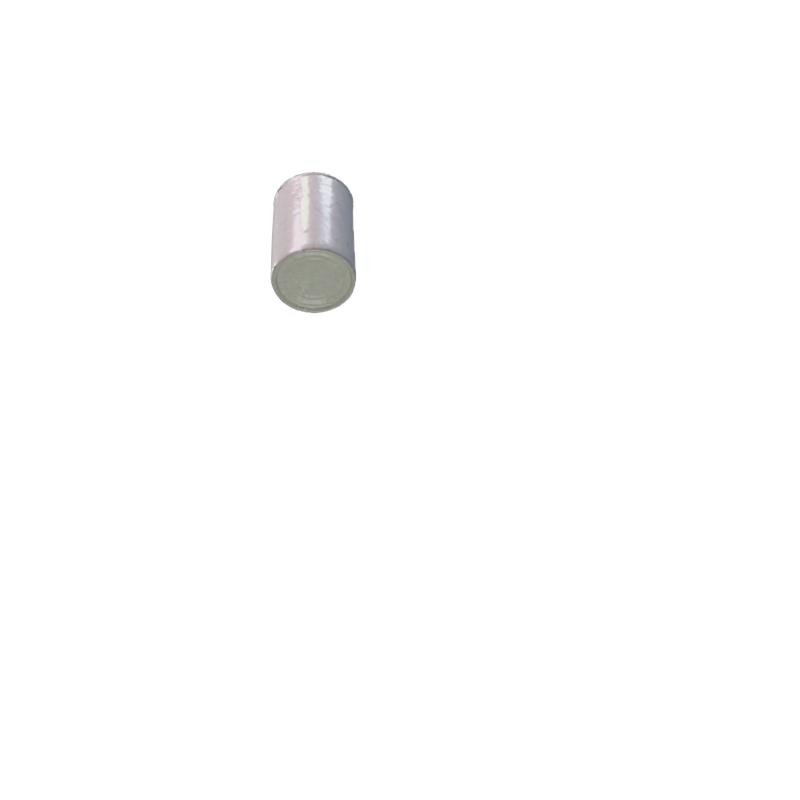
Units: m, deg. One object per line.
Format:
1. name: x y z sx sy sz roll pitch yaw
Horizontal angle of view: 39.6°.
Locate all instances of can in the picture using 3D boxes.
1. can: -0.070 -0.128 0.896 0.068 0.064 0.110 -1 42 -3
